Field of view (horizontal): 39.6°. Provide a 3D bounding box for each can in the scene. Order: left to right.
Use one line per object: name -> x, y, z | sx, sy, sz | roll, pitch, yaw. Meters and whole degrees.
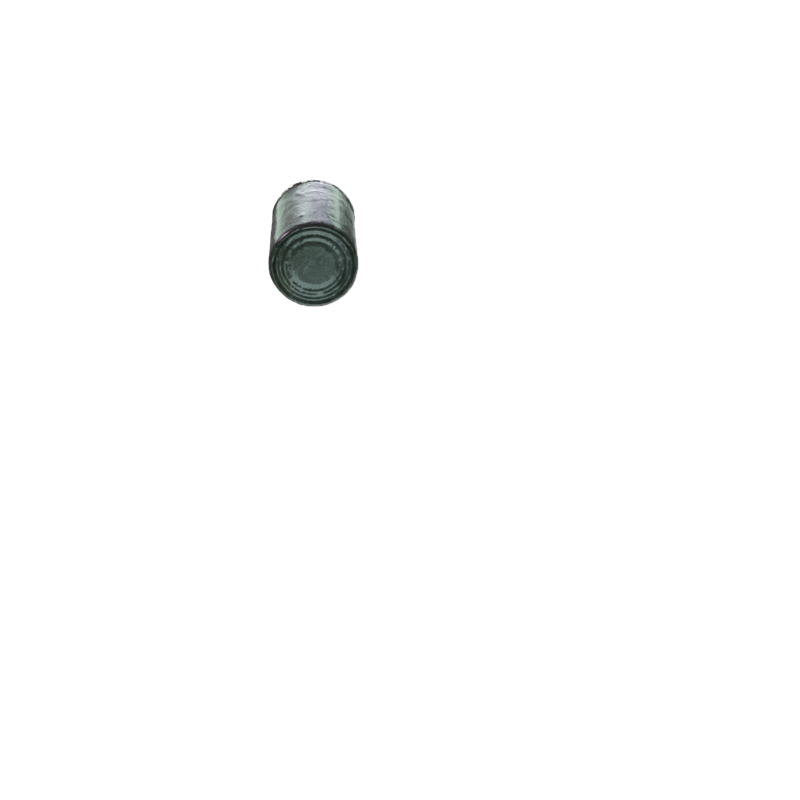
can -> -0.067, -0.123, 0.859 | 0.068, 0.065, 0.108 | 0, 27, -3
